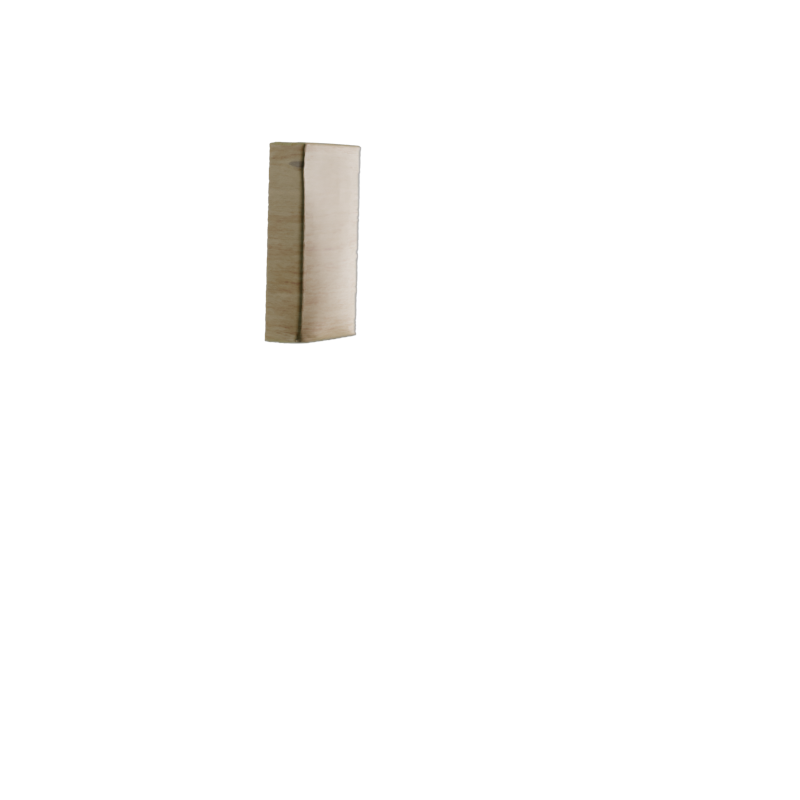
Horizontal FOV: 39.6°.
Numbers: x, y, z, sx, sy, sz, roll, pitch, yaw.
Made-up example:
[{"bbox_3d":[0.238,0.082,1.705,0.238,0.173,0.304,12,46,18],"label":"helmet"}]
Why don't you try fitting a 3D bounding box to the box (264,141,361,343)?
[{"bbox_3d":[-0.078,-0.142,0.994,0.050,0.175,0.090,2,4,32],"label":"box"}]
